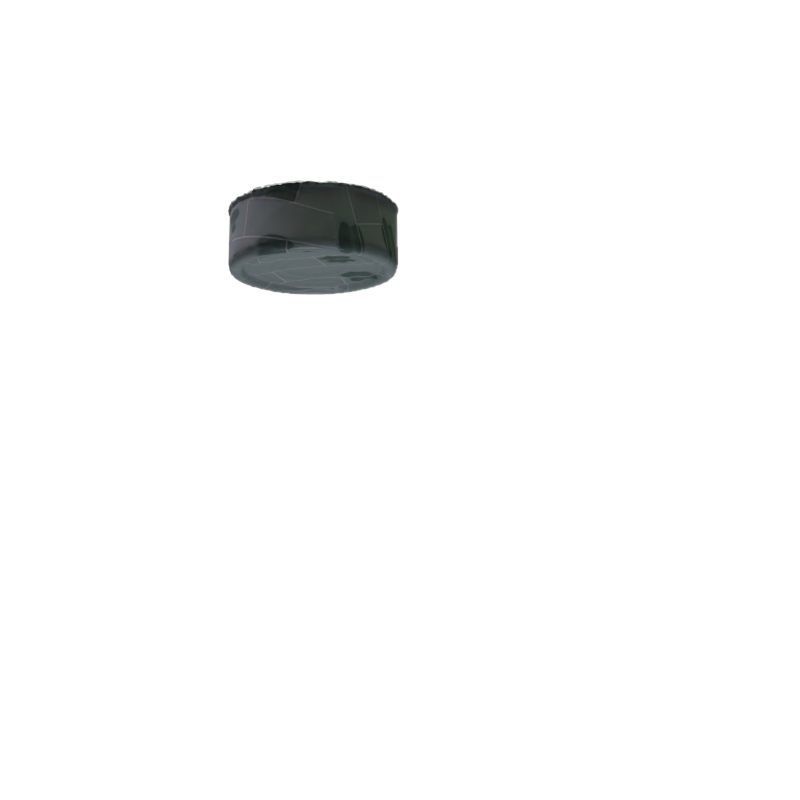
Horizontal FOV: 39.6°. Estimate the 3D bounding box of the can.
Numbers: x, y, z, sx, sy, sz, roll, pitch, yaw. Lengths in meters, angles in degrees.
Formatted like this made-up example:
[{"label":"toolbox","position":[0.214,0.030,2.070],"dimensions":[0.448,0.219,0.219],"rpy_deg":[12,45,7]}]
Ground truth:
[{"label":"can","position":[-0.043,-0.079,0.555],"dimensions":[0.086,0.035,0.083],"rpy_deg":[0,-11,-2]}]
